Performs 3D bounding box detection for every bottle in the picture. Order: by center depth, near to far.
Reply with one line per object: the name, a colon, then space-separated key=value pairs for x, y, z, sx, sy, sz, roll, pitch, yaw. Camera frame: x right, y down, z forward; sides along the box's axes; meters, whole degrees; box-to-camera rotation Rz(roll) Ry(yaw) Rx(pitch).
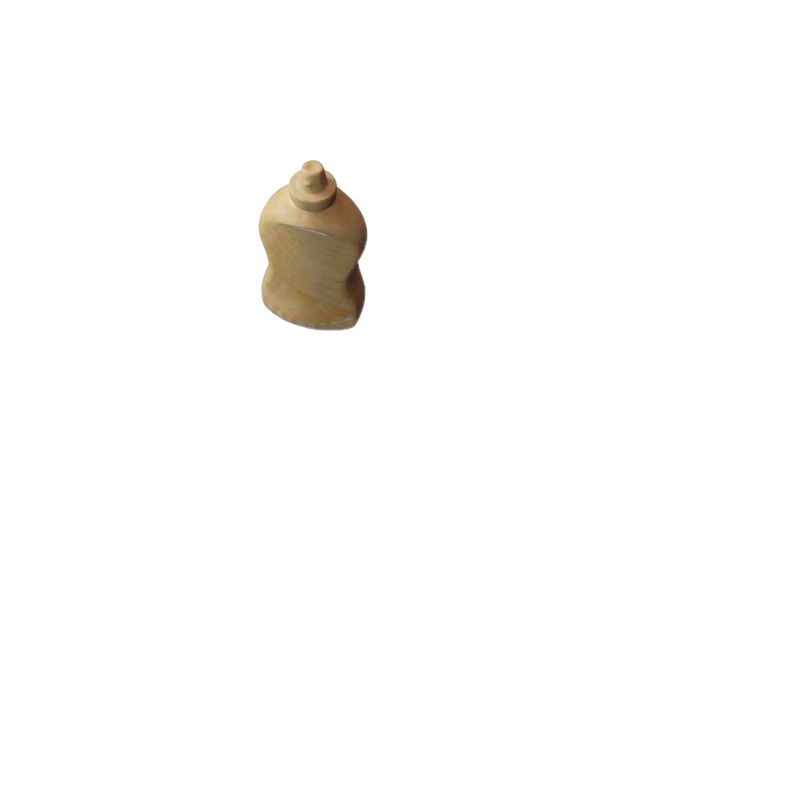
bottle: x=-0.078 y=-0.141 z=0.990 sx=0.098 sy=0.061 sz=0.179 roll=17 pitch=-36 yaw=9
